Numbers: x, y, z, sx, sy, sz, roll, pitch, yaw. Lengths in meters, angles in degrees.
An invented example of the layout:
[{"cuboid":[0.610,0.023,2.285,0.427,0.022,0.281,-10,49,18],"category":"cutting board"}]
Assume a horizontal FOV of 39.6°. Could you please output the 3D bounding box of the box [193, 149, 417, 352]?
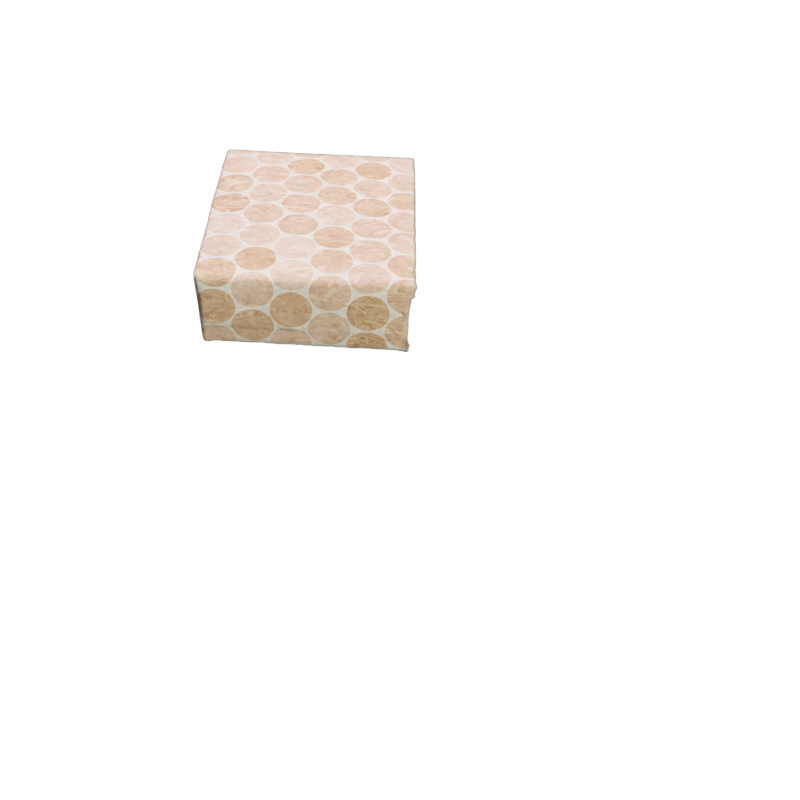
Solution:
[{"cuboid":[-0.039,-0.070,0.491,0.090,0.036,0.121,1,39,1],"category":"box"}]
